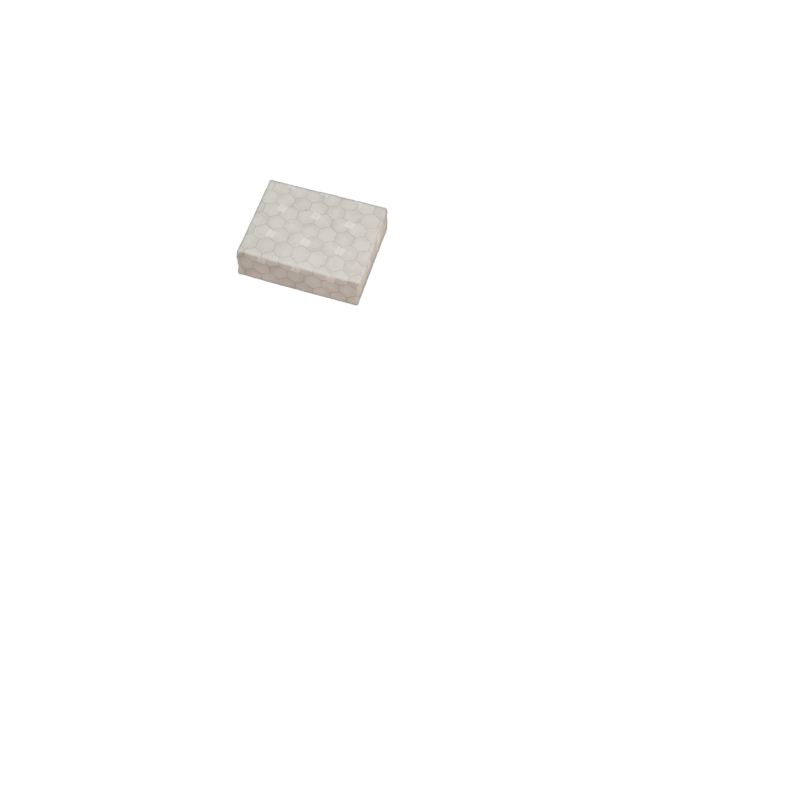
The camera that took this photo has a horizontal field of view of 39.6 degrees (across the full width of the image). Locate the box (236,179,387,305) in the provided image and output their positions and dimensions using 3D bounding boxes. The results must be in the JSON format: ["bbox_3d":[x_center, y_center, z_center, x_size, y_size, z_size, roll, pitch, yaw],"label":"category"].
[{"bbox_3d":[-0.076,-0.139,0.973,0.116,0.094,0.036,13,-37,10],"label":"box"}]
